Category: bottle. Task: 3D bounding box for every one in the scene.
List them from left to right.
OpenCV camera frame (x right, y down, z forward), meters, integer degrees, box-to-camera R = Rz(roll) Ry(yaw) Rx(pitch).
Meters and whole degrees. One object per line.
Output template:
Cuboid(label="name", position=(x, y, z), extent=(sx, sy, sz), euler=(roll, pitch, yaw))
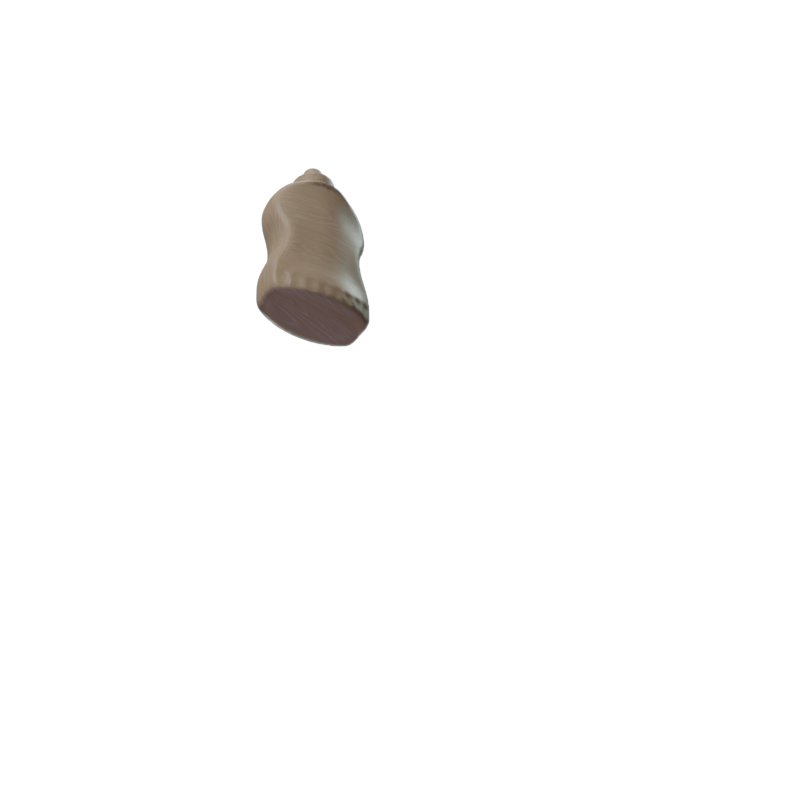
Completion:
Cuboid(label="bottle", position=(-0.077, -0.140, 0.982), extent=(0.092, 0.206, 0.057), euler=(20, -48, -22))
